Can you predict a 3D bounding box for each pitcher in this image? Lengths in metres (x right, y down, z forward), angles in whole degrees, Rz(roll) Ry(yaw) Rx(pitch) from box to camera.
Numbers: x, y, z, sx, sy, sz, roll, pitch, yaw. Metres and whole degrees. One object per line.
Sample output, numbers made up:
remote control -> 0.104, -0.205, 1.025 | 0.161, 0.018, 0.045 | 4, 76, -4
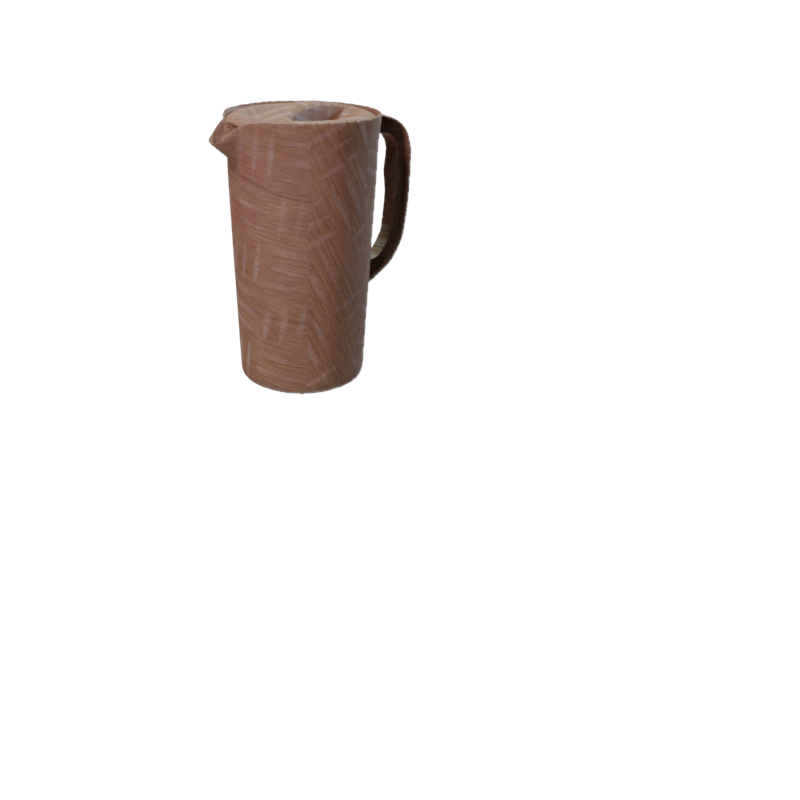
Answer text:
pitcher -> -0.075, -0.137, 0.961 | 0.152, 0.234, 0.148 | 5, 19, 11
